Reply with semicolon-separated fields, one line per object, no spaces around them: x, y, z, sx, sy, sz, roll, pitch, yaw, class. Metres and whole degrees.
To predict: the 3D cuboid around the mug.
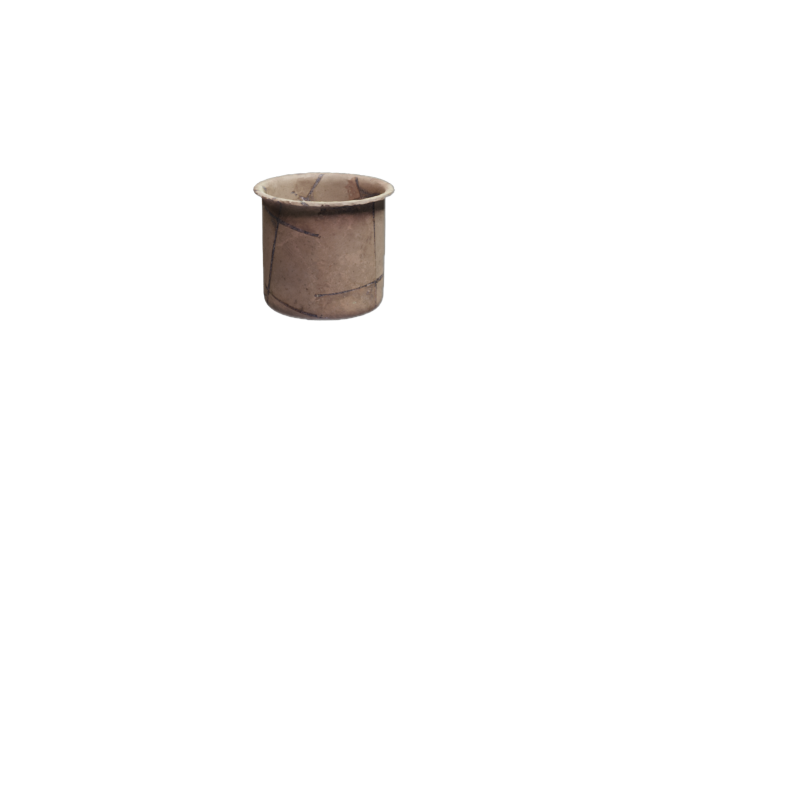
-0.059;-0.107;0.749;0.091;0.078;0.125;-14;25;-35;mug
